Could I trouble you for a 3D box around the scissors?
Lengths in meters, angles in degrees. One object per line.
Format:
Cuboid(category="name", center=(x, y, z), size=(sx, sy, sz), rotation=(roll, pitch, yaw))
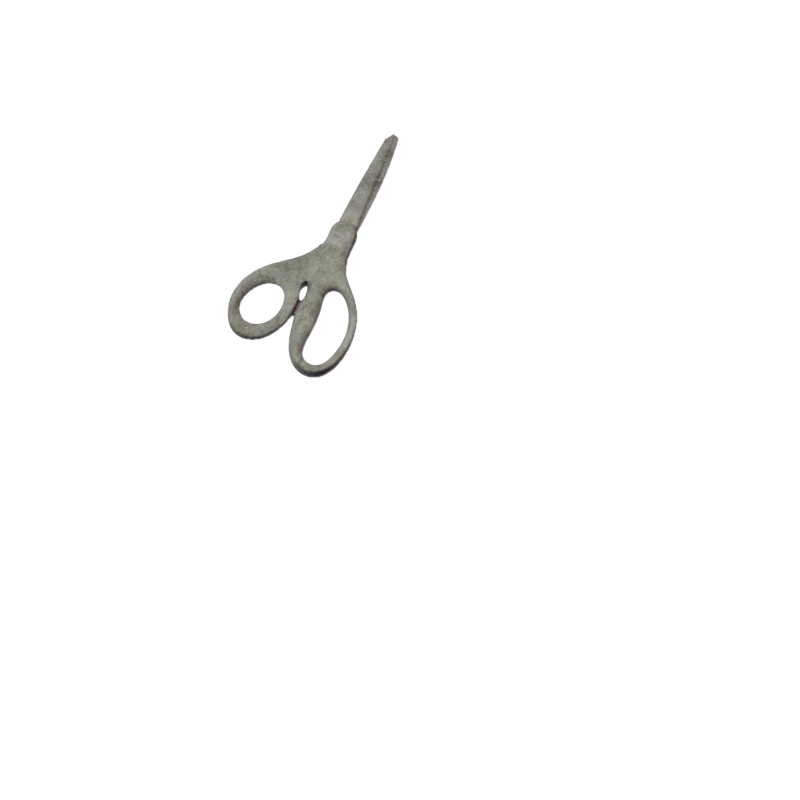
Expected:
Cuboid(category="scissors", center=(-0.060, -0.110, 0.772), size=(0.097, 0.213, 0.015), rotation=(6, -30, 3))
